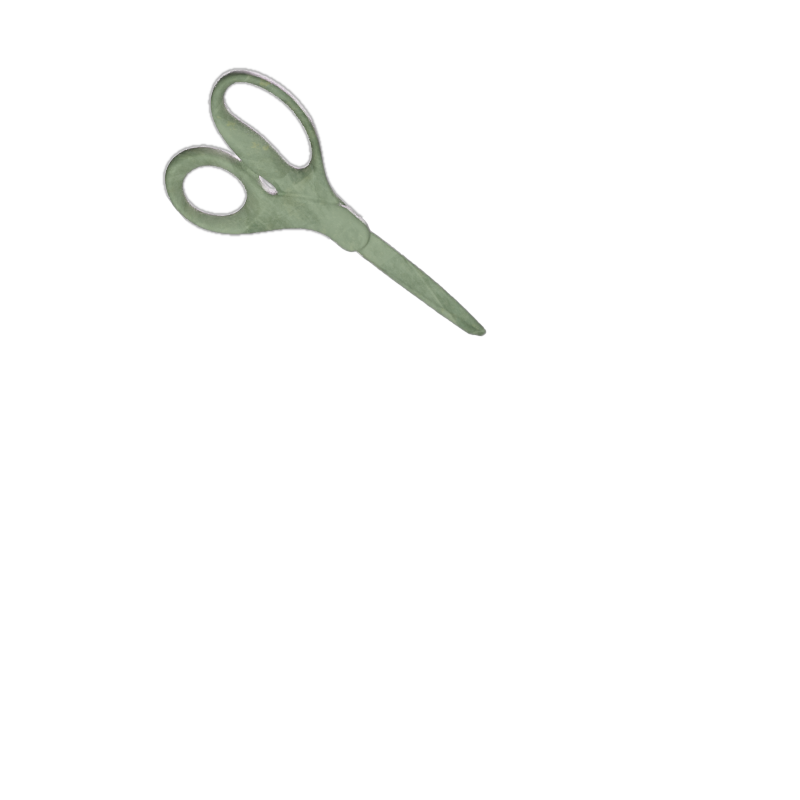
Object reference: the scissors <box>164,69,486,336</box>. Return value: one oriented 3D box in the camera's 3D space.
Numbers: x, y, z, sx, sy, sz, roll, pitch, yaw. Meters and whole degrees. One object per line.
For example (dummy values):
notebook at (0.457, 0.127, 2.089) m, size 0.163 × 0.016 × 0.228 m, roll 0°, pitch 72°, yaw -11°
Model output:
scissors at (-0.047, -0.086, 0.601) m, size 0.096 × 0.193 × 0.016 m, roll -34°, pitch 17°, yaw 12°
